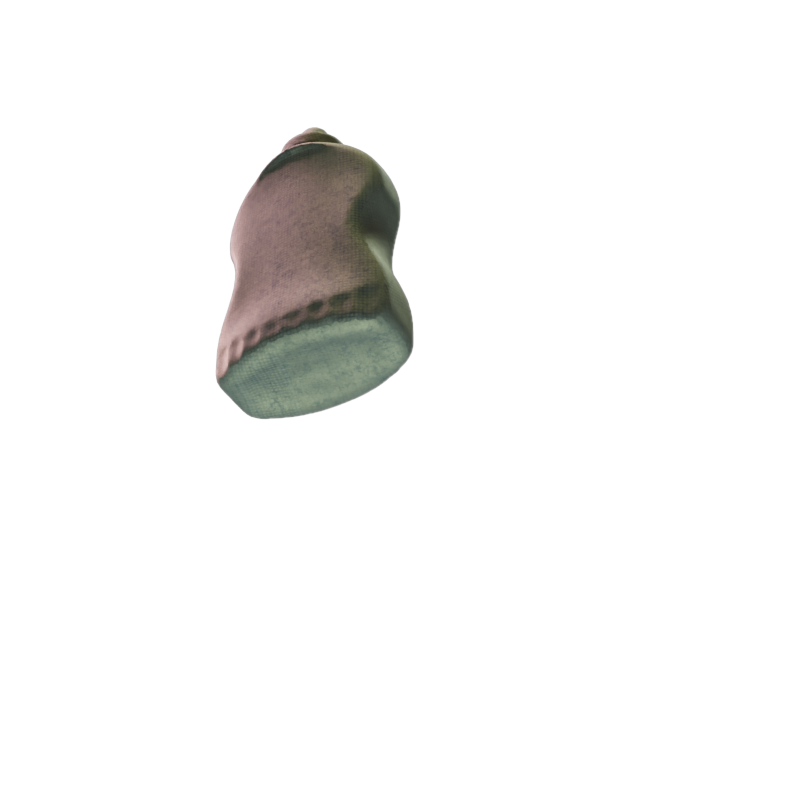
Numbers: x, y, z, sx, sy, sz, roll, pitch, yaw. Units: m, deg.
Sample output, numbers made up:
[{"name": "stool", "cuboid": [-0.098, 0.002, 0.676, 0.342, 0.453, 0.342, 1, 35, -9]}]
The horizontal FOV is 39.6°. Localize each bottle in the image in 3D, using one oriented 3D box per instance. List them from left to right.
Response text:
[{"name": "bottle", "cuboid": [-0.046, -0.084, 0.593, 0.096, 0.206, 0.054, -24, -48, 19]}]
